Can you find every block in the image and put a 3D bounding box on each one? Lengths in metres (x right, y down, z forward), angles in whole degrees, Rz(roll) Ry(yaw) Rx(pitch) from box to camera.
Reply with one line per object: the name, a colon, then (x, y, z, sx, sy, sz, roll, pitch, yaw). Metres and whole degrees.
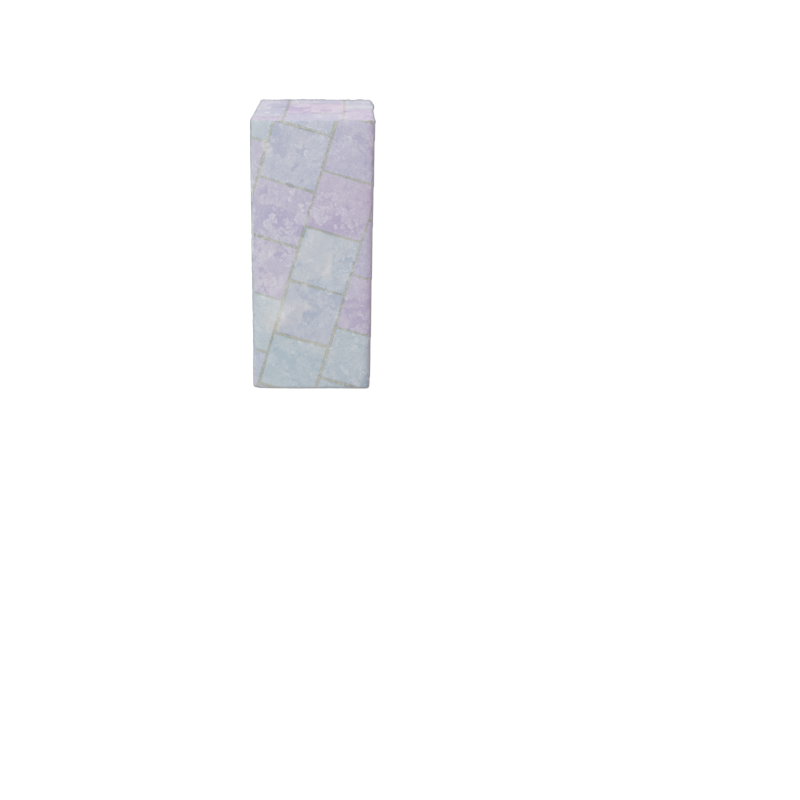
block: (-0.066, -0.121, 0.850, 0.090, 0.198, 0.094, 1, 18, -1)
